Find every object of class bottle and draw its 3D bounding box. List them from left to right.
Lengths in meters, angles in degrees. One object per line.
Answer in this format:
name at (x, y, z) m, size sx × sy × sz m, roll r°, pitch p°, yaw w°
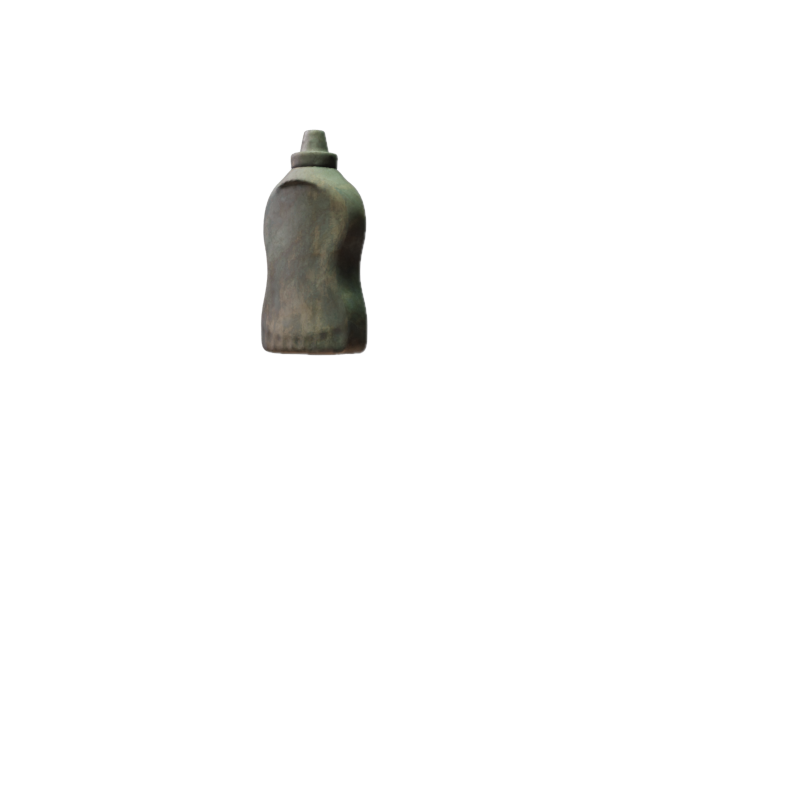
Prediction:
bottle at (-0.074, -0.136, 0.952) m, size 0.099 × 0.193 × 0.056 m, roll -1°, pitch -3°, yaw 38°
